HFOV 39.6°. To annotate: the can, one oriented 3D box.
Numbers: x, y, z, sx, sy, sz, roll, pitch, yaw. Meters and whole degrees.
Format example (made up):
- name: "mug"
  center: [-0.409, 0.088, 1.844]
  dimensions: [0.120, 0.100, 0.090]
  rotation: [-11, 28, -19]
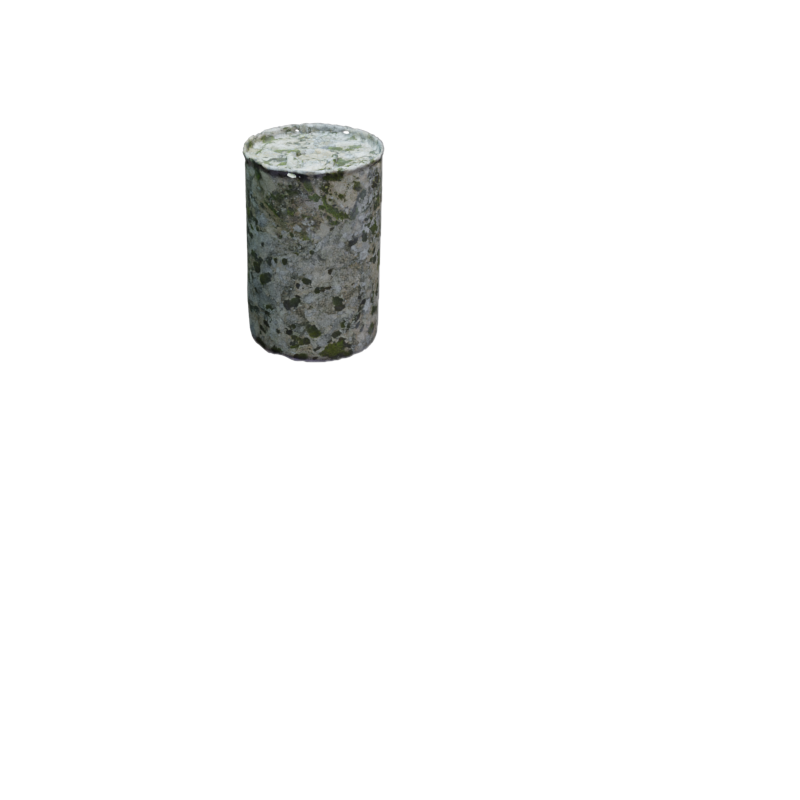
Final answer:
- name: "can"
  center: [-0.043, -0.079, 0.552]
  dimensions: [0.068, 0.097, 0.073]
  rotation: [0, 27, -2]
